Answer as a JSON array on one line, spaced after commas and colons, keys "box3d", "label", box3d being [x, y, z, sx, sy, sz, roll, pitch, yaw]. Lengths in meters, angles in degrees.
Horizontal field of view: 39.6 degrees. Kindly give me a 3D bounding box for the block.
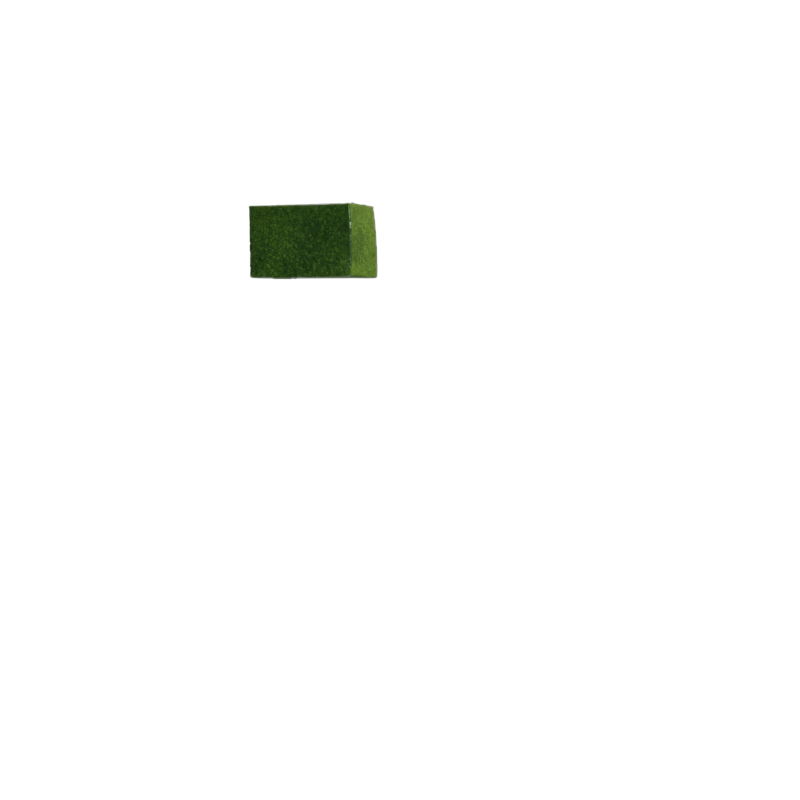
[{"box3d": [-0.061, -0.110, 0.774, 0.080, 0.051, 0.051, 1, 2, 20], "label": "block"}]
